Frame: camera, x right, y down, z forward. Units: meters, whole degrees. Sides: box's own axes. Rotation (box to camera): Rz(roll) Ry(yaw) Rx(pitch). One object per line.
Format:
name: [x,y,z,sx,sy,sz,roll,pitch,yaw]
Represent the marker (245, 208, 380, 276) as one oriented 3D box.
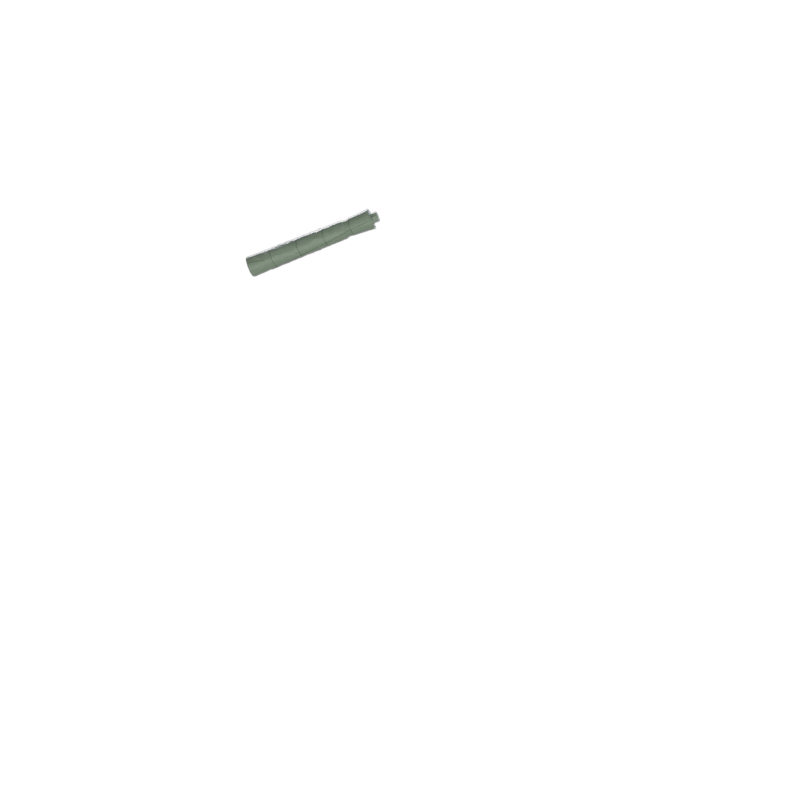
marker: [-0.075,-0.137,0.960,0.121,0.020,0.020,-21,2,8]
